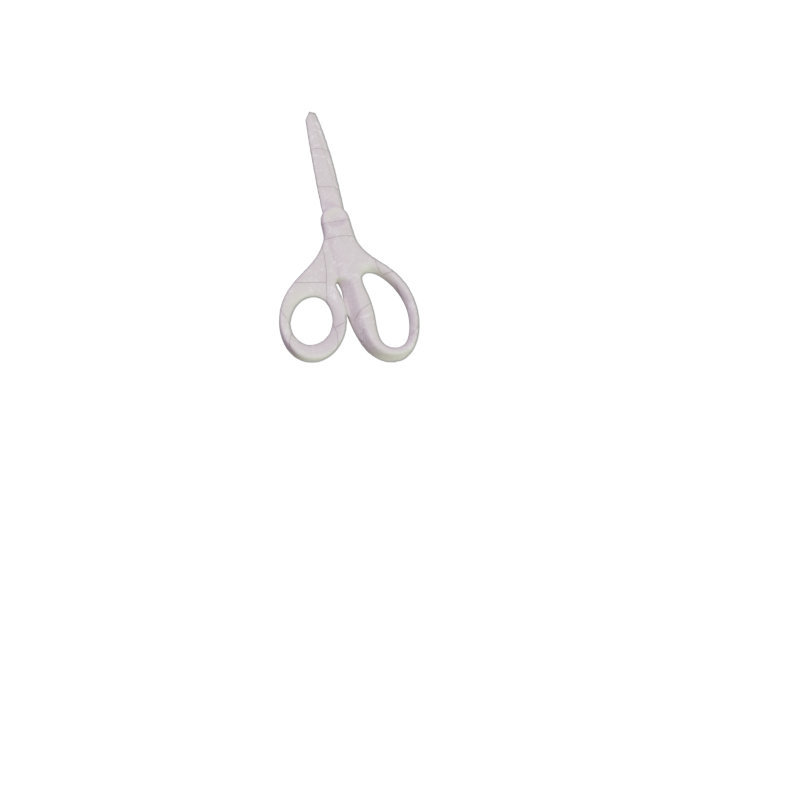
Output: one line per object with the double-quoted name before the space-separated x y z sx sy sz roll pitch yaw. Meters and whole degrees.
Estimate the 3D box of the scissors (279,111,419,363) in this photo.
"scissors" -0.057 -0.104 0.730 0.096 0.216 0.015 -23 -29 -13
